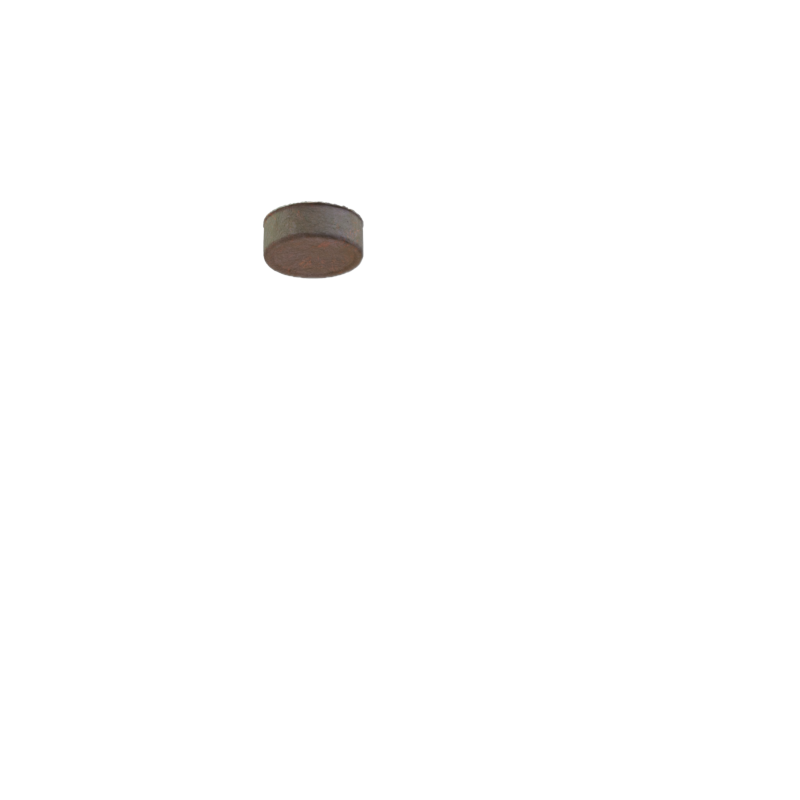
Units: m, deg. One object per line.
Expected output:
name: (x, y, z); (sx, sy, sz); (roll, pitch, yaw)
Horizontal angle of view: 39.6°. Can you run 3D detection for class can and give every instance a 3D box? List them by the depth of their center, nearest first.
can: (-0.073, -0.134, 0.936); (0.086, 0.035, 0.082); (0, -19, -2)
